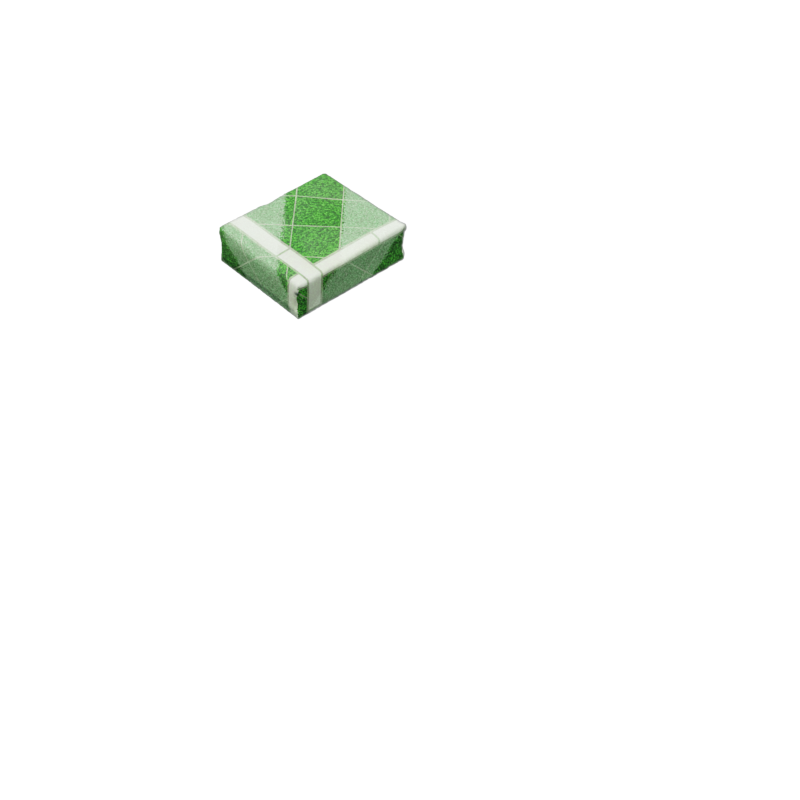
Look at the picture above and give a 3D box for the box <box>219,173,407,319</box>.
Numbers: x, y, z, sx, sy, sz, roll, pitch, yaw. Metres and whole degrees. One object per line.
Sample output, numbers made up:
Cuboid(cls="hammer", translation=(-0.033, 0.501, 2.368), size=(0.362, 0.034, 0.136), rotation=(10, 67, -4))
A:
Cuboid(cls="box", translation=(-0.052, -0.095, 0.668), size=(0.089, 0.028, 0.078), rotation=(-32, 52, -30))
